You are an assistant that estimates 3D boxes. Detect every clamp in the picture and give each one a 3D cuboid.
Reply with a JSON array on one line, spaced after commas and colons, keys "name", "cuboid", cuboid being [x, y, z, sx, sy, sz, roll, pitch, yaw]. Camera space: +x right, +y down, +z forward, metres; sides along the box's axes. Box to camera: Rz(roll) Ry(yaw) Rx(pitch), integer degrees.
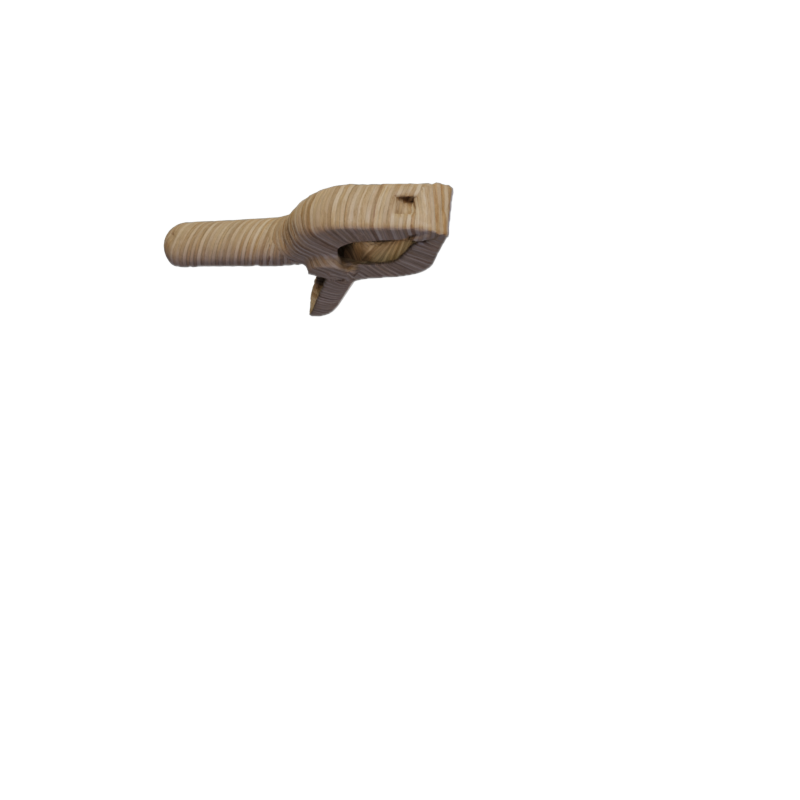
[{"name": "clamp", "cuboid": [-0.046, -0.085, 0.593, 0.115, 0.041, 0.172, 9, -17, -33]}]
